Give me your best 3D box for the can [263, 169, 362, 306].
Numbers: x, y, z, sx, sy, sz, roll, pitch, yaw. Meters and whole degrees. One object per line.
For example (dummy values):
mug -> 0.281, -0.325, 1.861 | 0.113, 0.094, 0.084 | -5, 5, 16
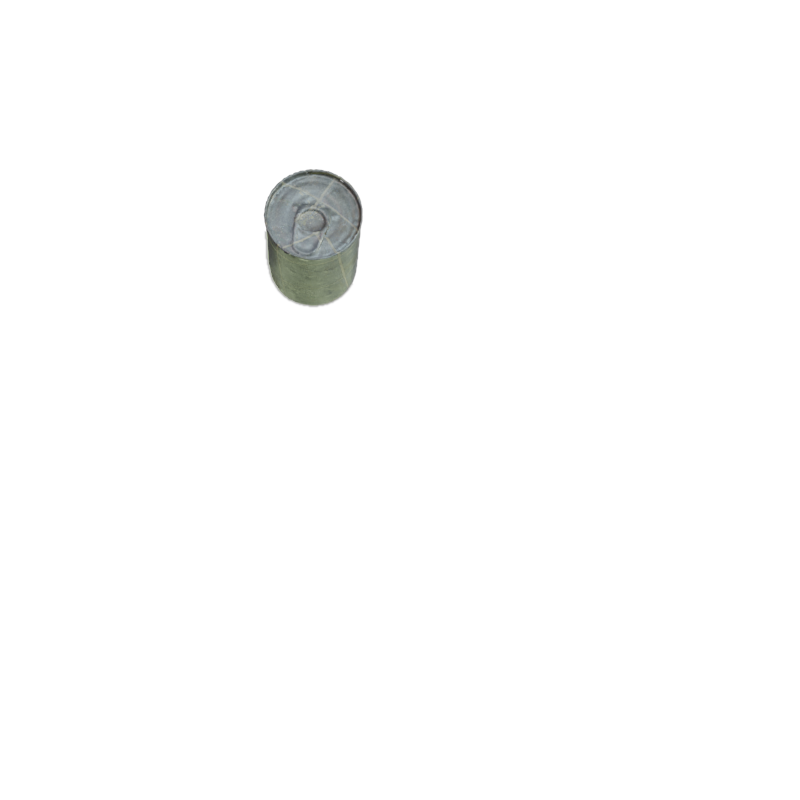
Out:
can -> -0.063, -0.115, 0.806 | 0.068, 0.072, 0.098 | 0, -17, -3
